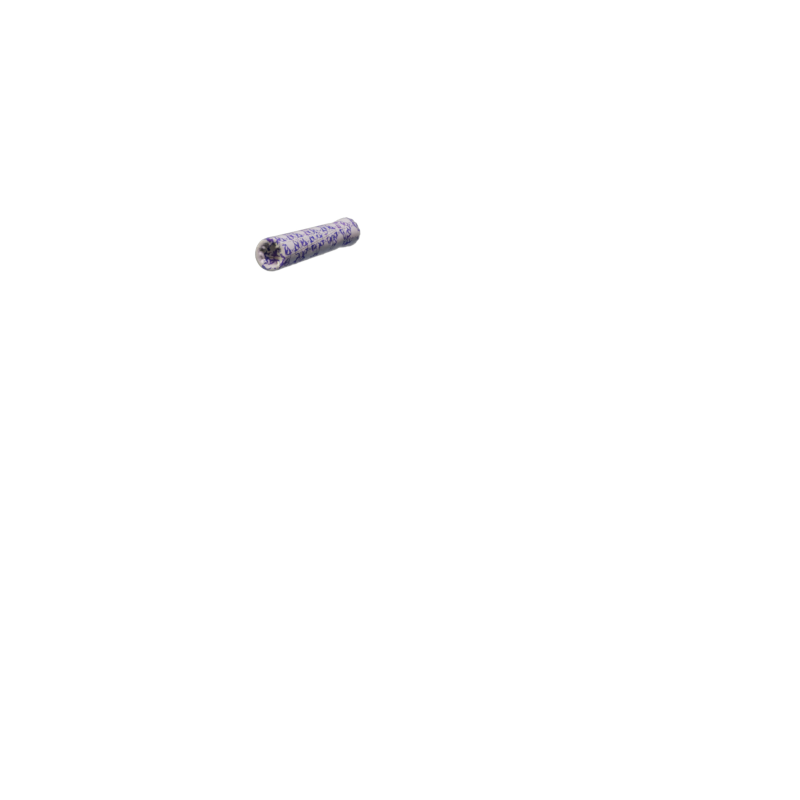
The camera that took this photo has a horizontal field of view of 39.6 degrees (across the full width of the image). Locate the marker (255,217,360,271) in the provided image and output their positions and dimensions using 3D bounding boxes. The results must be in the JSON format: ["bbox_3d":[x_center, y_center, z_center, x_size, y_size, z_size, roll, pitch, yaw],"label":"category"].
[{"bbox_3d":[-0.051,-0.093,0.655,0.020,0.019,0.121,1,14,19],"label":"marker"}]
